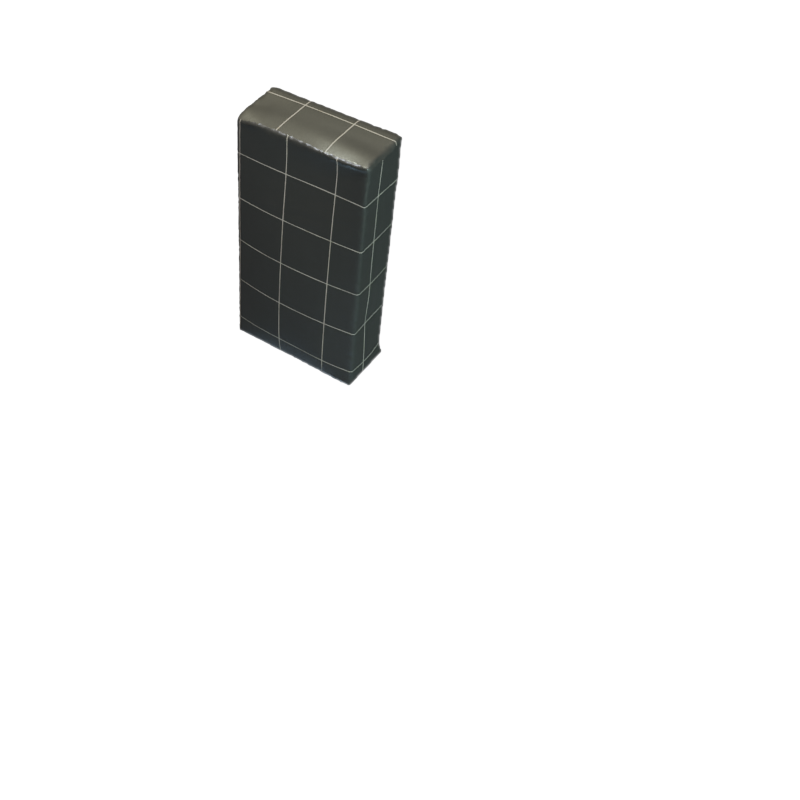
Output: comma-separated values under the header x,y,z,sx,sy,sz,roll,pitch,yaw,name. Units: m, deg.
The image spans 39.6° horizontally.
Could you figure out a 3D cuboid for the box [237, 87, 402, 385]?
x,y,z,sx,sy,sz,roll,pitch,yaw,name
-0.054,-0.098,0.688,0.098,0.164,0.049,27,50,21,box
